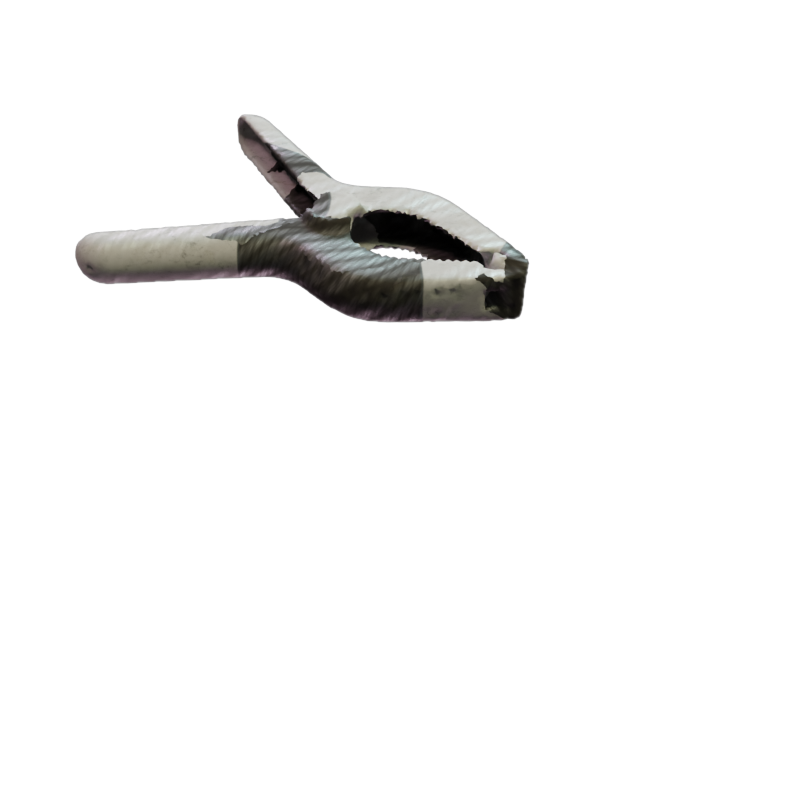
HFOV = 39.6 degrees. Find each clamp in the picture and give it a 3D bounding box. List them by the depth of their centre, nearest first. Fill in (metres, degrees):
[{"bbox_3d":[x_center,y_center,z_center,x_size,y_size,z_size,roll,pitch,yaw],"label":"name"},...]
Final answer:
[{"bbox_3d":[-0.043,-0.079,0.551,0.221,0.034,0.167,23,44,25],"label":"clamp"}]
